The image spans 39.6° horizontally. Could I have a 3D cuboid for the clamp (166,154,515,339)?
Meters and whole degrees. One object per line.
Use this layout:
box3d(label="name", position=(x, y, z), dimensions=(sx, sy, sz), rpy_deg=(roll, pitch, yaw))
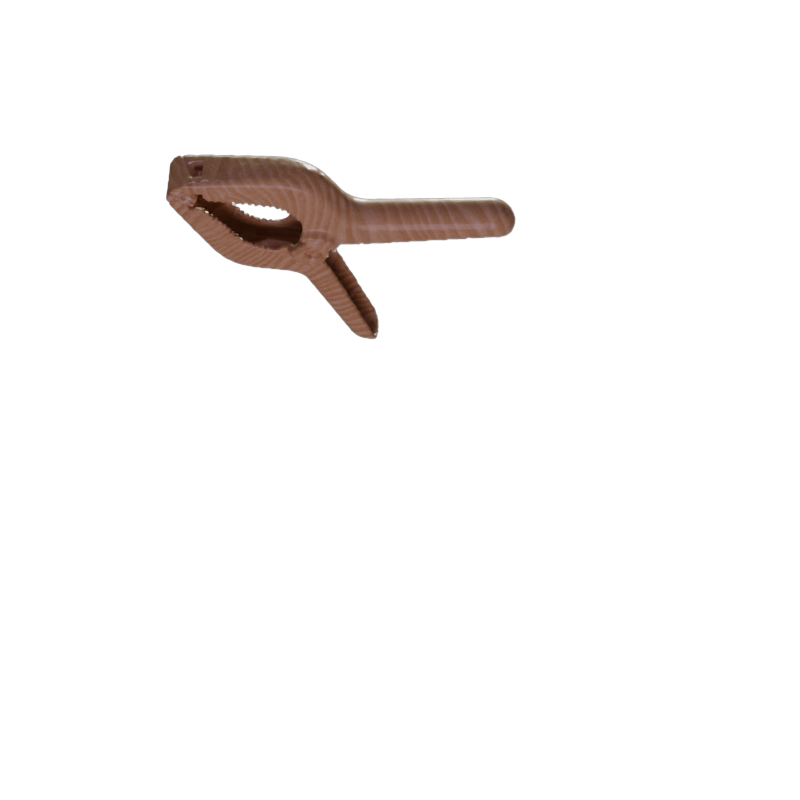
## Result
box3d(label="clamp", position=(-0.056, -0.102, 0.714), dimensions=(0.202, 0.039, 0.160), rpy_deg=(14, -35, -22))
